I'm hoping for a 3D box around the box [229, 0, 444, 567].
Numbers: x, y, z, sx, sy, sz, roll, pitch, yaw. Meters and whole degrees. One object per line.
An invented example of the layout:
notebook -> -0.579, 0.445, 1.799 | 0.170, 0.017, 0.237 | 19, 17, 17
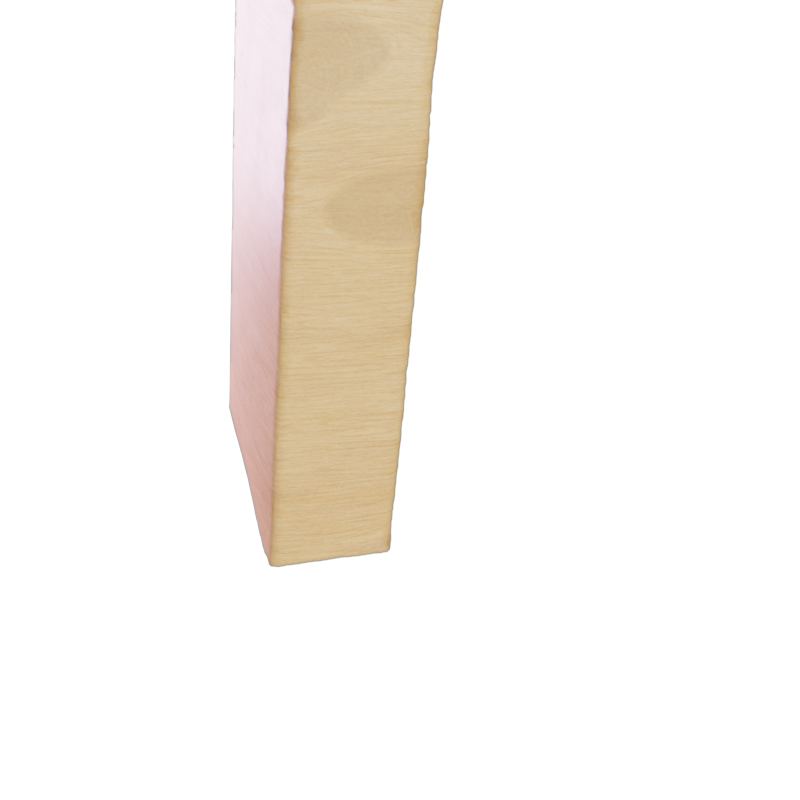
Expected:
box -> -0.027, -0.049, 0.341 | 0.047, 0.167, 0.100 | -5, 28, -14
